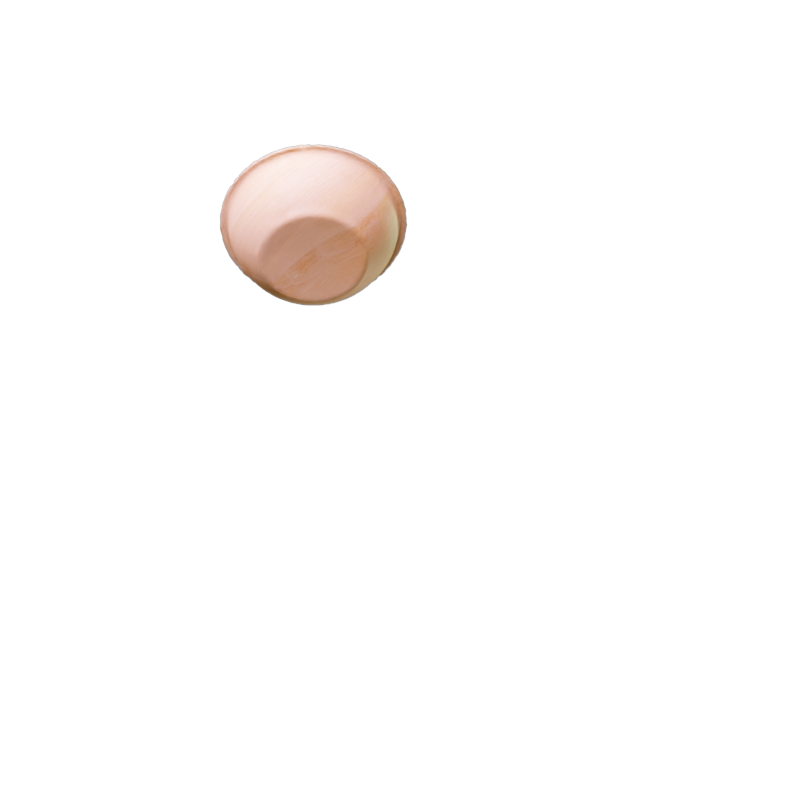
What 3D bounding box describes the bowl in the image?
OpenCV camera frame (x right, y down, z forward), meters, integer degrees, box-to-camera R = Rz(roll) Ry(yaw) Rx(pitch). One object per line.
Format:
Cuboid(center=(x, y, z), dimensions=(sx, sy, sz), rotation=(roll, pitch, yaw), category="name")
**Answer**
Cuboid(center=(-0.073, -0.134, 0.938), dimensions=(0.162, 0.151, 0.059), rotation=(1, 38, -1), category="bowl")
